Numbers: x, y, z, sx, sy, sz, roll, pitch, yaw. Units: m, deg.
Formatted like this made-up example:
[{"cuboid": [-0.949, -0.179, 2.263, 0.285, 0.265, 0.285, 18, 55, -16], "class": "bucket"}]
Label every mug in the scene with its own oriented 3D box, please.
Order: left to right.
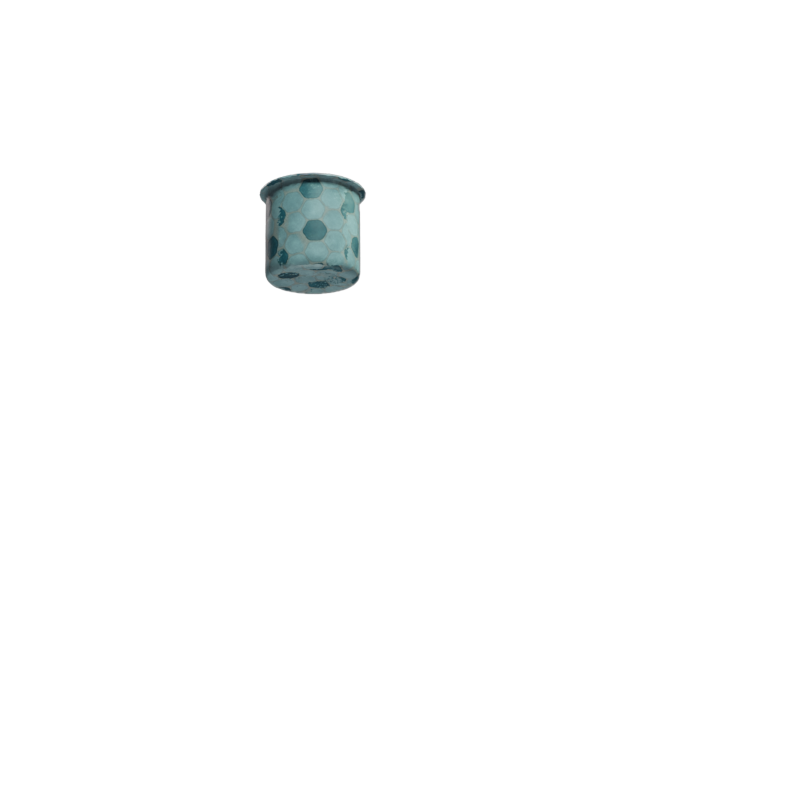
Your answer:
[{"cuboid": [-0.076, -0.138, 0.969, 0.093, 0.085, 0.112, 0, -15, -1], "class": "mug"}]
